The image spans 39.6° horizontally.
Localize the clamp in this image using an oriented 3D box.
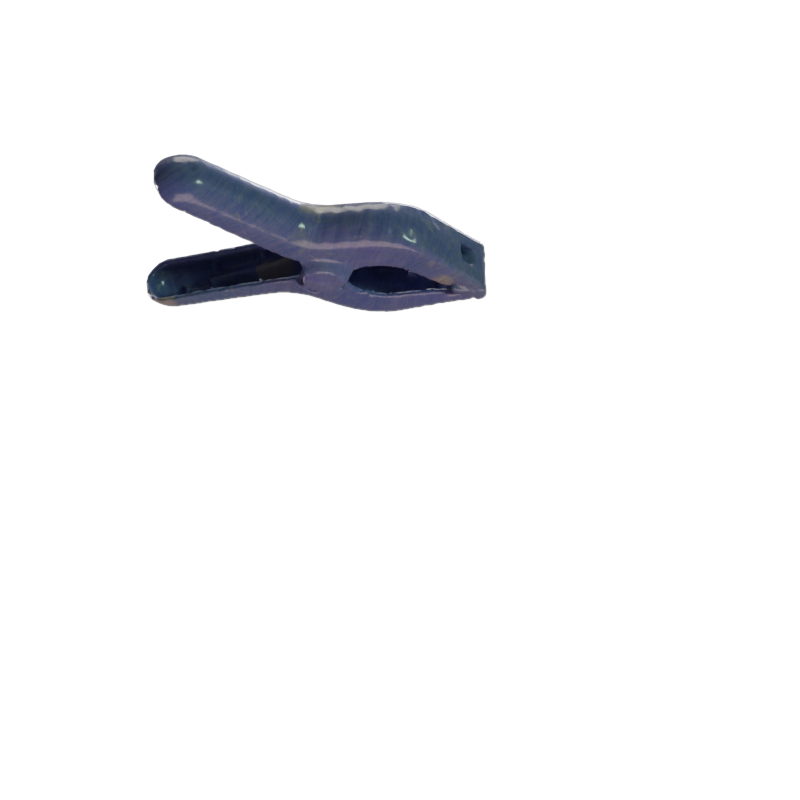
[{"bbox_3d":[-0.041,-0.075,0.527,0.171,0.041,0.115,0,-17,-2],"label":"clamp"}]
